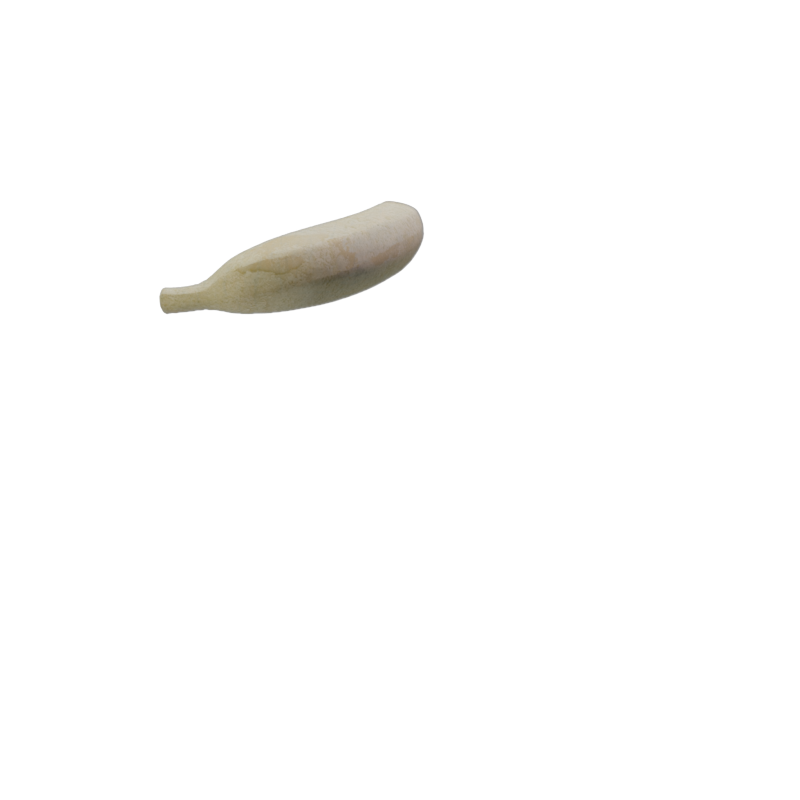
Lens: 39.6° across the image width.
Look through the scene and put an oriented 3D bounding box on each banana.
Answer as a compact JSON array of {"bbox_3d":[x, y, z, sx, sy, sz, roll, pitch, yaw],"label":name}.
[{"bbox_3d":[-0.032,-0.078,0.568,0.073,0.035,0.196,13,24,32],"label":"banana"}]
